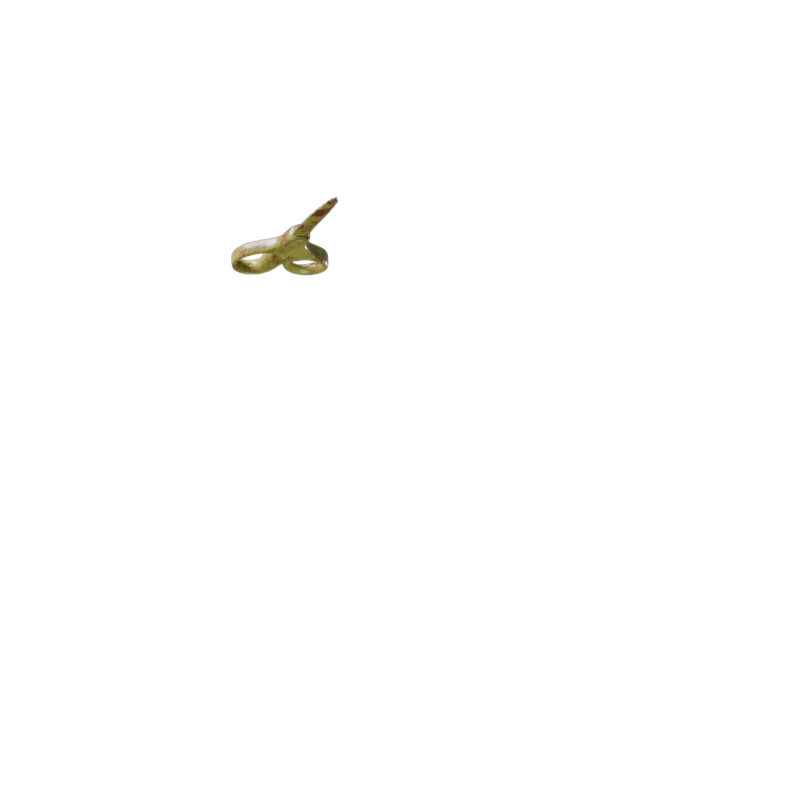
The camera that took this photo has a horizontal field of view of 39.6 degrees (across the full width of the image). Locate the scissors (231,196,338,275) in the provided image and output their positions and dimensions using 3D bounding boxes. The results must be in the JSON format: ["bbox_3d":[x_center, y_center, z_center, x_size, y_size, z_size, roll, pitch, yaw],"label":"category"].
[{"bbox_3d":[-0.074,-0.136,0.951,0.092,0.016,0.204,7,-12,-36],"label":"scissors"}]
